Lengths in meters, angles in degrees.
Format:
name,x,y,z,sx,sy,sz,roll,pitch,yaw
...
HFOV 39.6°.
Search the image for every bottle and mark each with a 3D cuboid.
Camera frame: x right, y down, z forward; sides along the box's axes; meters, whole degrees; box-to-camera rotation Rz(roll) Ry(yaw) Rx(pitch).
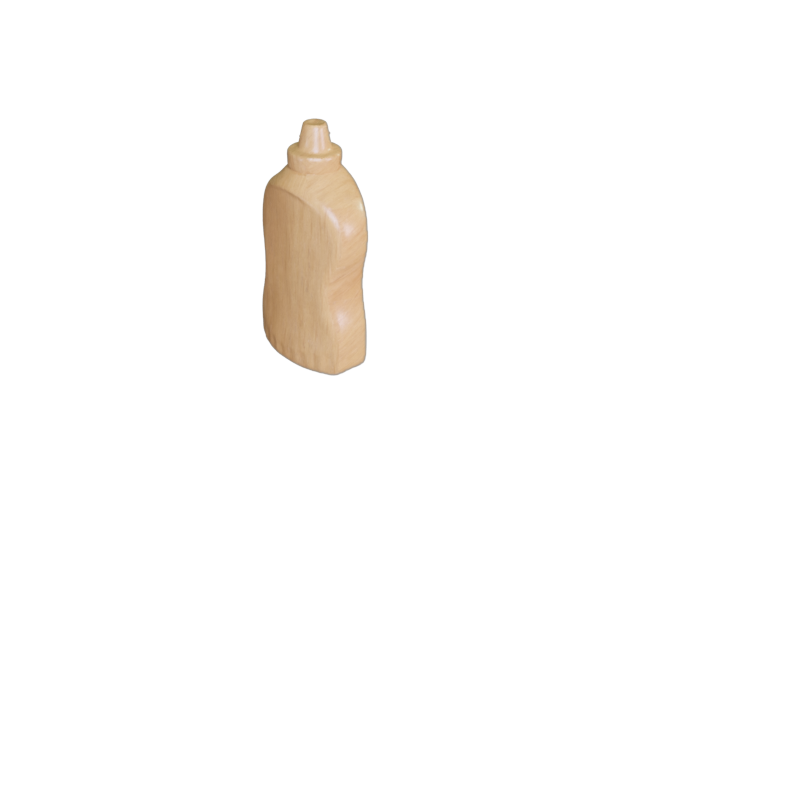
name,x,y,z,sx,sy,sz,roll,pitch,yaw
bottle,-0.066,-0.121,0.846,0.058,0.181,0.103,-19,34,-35
